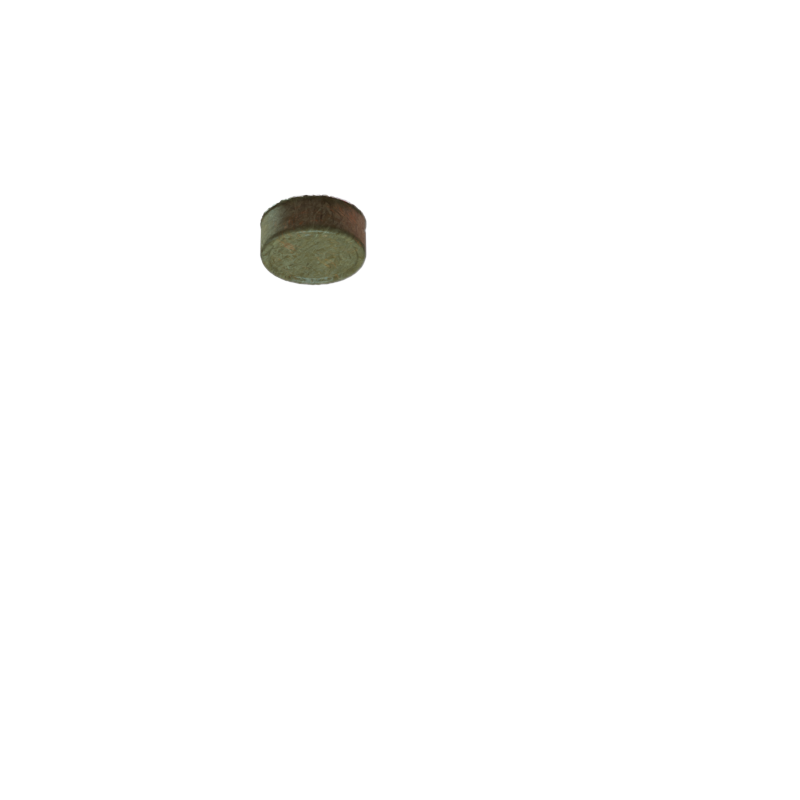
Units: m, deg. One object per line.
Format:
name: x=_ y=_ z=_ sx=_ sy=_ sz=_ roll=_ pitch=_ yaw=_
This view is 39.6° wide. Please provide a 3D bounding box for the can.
can: x=-0.069 y=-0.126 z=0.884 sx=0.086 sy=0.036 sz=0.081 roll=1 pitch=-27 yaw=-2
